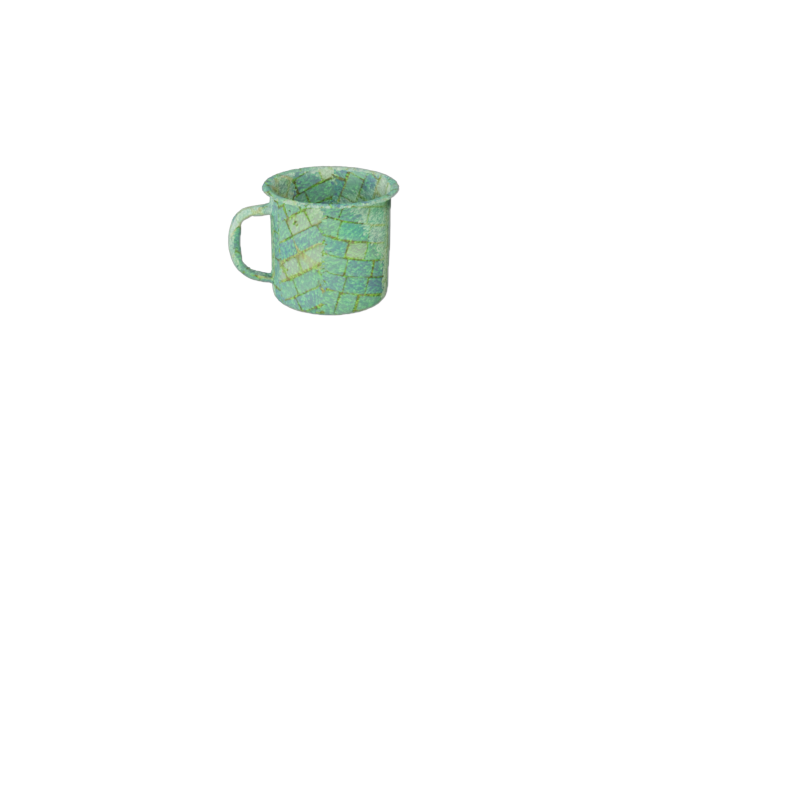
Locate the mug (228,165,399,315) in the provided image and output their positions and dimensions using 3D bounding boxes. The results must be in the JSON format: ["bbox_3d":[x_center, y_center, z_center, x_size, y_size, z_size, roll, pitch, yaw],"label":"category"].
[{"bbox_3d":[-0.060,-0.109,0.762,0.115,0.078,0.099,-5,25,-12],"label":"mug"}]
